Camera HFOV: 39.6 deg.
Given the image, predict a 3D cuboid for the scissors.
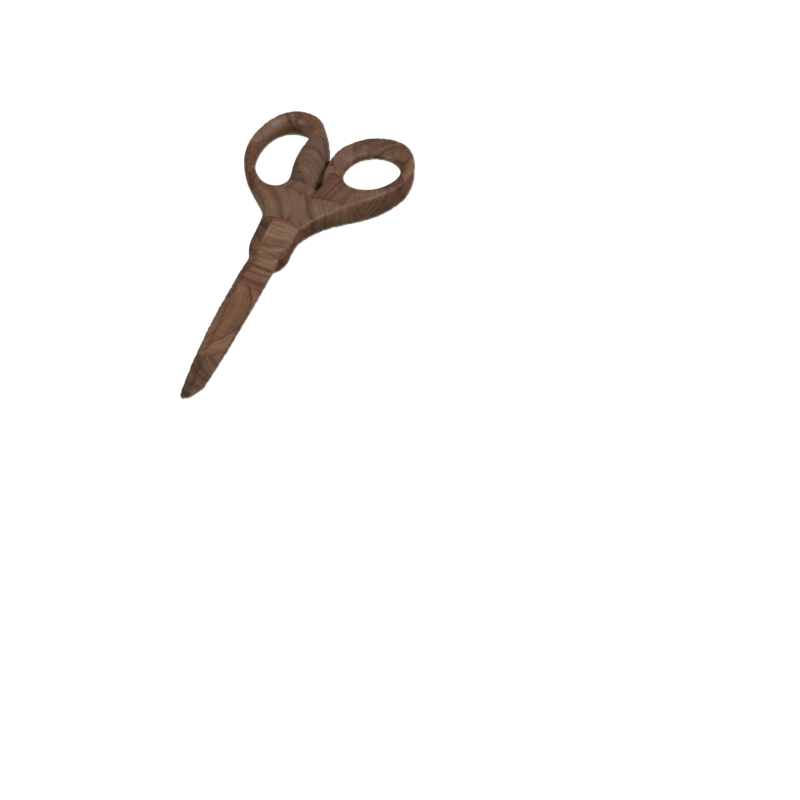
[{"bbox_3d":[-0.041,-0.074,0.519,0.096,0.015,0.216,0,45,0],"label":"scissors"}]
